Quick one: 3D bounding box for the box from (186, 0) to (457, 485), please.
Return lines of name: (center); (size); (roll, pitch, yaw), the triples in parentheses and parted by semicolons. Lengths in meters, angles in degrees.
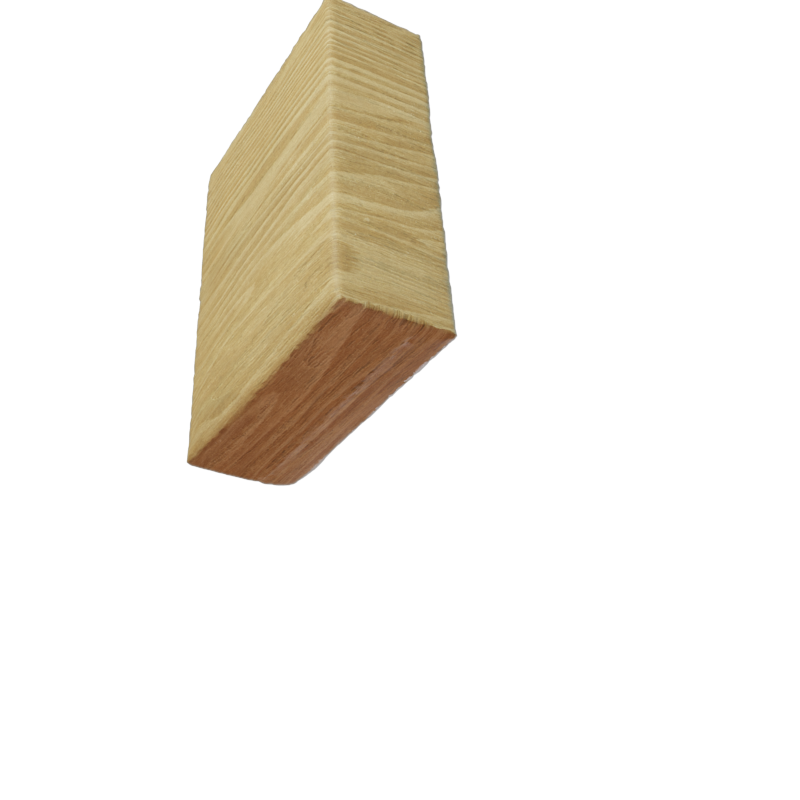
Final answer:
box: (-0.047, -0.086, 0.601); (0.069, 0.229, 0.160); (19, -42, -26)
